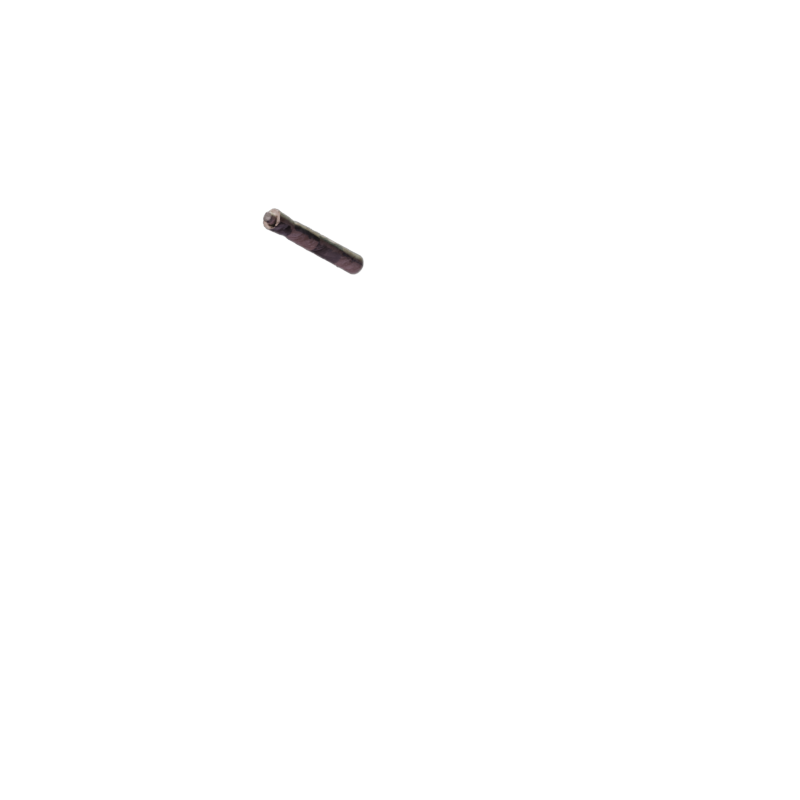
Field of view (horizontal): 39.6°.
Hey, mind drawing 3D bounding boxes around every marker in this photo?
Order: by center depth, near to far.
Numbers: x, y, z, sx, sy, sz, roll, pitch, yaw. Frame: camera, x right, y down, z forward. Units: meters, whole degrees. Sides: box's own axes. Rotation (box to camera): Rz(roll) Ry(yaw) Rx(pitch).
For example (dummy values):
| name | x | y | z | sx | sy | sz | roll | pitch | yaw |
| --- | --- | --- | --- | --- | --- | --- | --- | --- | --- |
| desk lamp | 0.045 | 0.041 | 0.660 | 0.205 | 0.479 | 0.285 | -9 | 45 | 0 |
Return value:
| name | x | y | z | sx | sy | sz | roll | pitch | yaw |
| --- | --- | --- | --- | --- | --- | --- | --- | --- | --- |
| marker | -0.074 | -0.135 | 0.944 | 0.021 | 0.020 | 0.113 | 3 | -13 | 40 |
